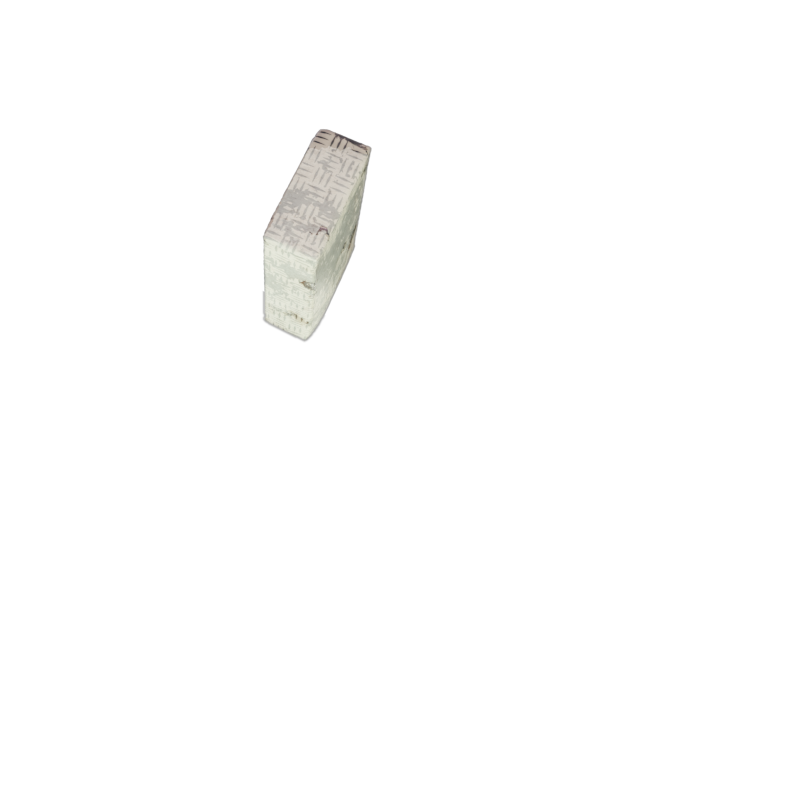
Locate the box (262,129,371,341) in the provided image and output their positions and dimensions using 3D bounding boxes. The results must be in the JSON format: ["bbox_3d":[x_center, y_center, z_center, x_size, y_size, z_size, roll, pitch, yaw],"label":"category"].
[{"bbox_3d":[-0.063,-0.115,0.800,0.049,0.096,0.169,23,-18,3],"label":"box"}]
